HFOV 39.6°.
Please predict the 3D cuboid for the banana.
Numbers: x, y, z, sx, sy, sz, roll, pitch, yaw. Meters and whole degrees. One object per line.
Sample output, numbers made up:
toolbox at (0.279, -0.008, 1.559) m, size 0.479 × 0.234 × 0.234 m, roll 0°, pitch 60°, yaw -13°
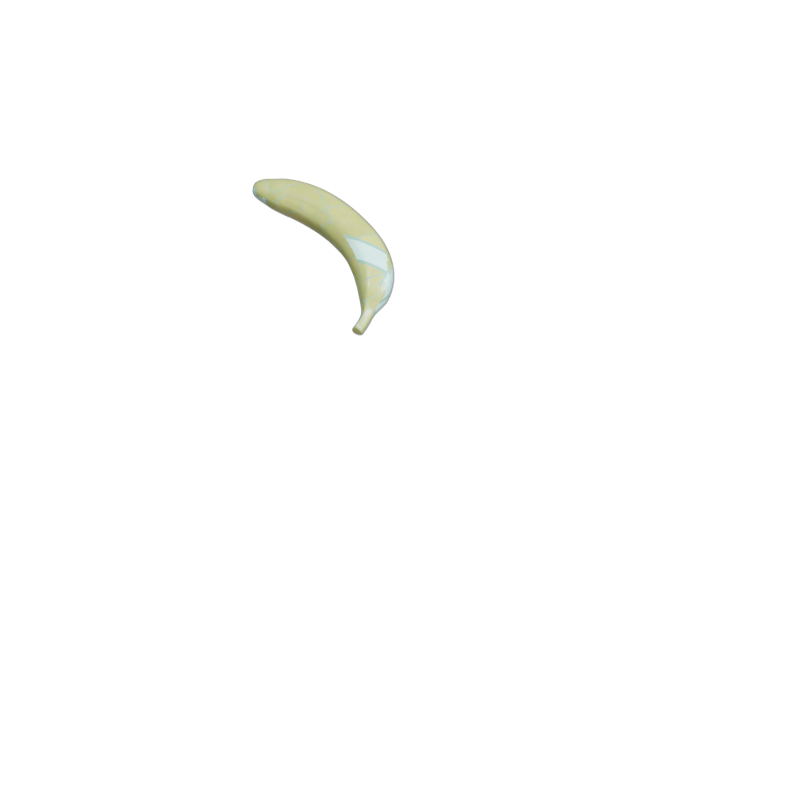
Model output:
banana at (-0.060, -0.146, 0.993) m, size 0.069 × 0.213 × 0.034 m, roll -24°, pitch -36°, yaw -19°
